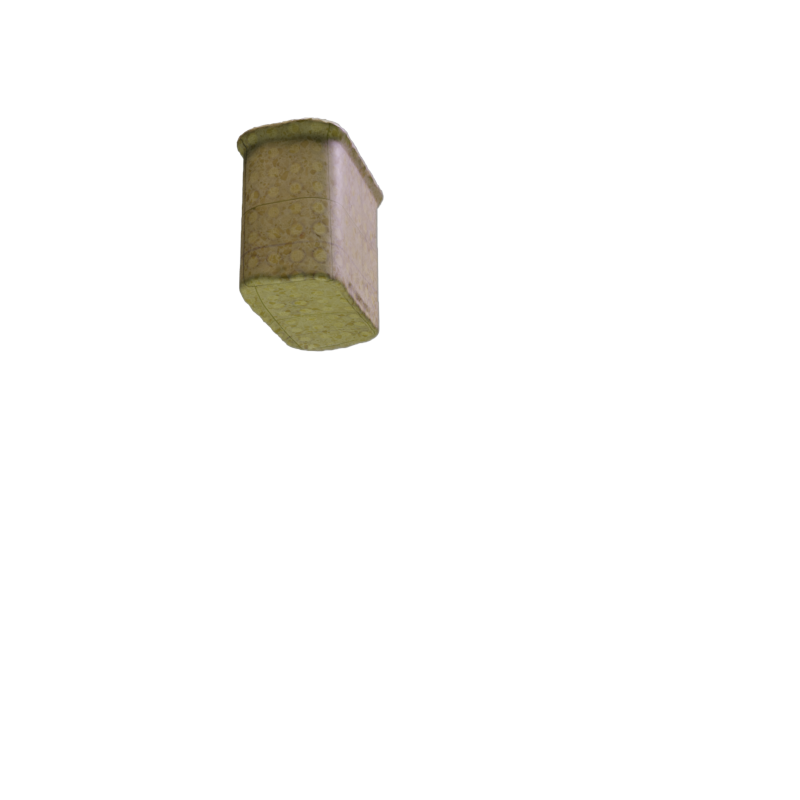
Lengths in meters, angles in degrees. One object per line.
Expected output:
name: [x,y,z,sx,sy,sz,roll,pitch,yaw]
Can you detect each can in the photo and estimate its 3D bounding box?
can: [-0.044,-0.080,0.563,0.058,0.088,0.095,-7,-22,14]
